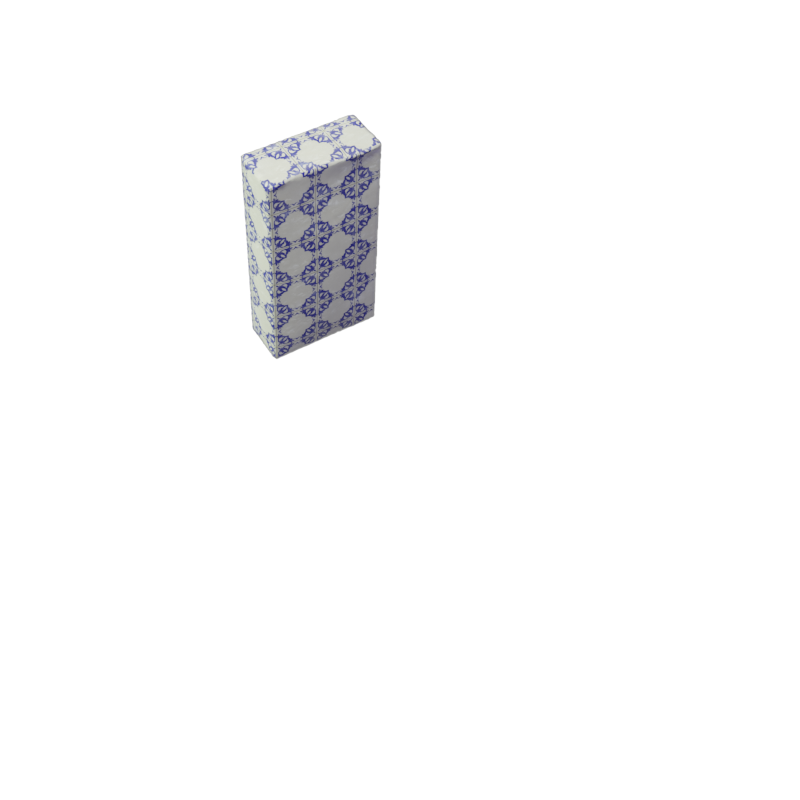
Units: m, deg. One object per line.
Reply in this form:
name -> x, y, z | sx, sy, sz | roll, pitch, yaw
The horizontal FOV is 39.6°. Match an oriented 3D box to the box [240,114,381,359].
box -> -0.063, -0.115, 0.811 | 0.093, 0.052, 0.164 | -25, -33, -22
